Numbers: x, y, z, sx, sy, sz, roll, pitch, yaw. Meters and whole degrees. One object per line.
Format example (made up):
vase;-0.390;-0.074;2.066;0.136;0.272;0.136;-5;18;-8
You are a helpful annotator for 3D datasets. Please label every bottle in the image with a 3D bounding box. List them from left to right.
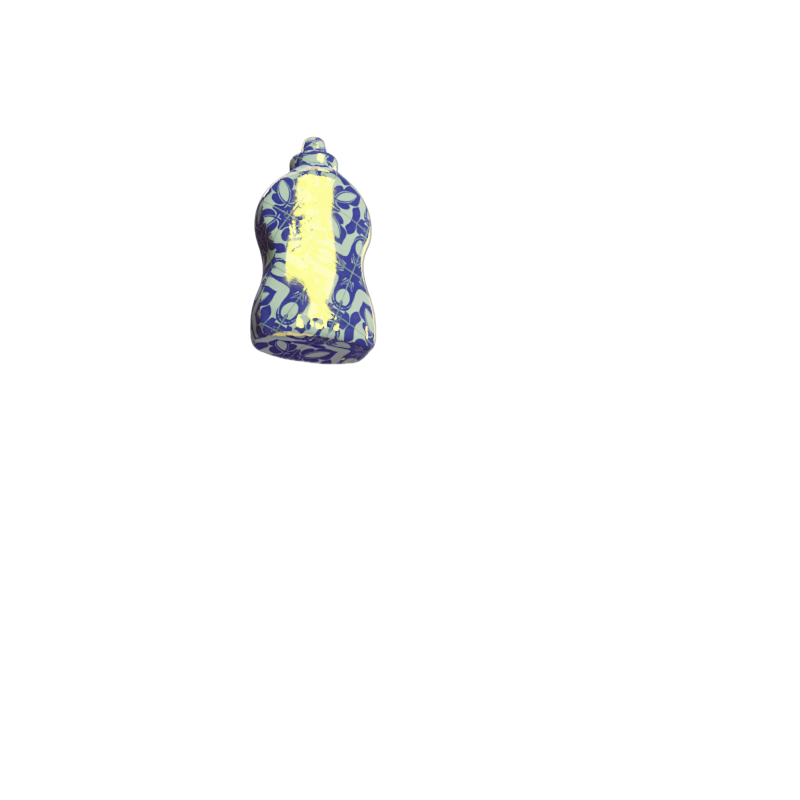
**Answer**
bottle;-0.070;-0.128;0.896;0.094;0.203;0.056;7;-28;-17
